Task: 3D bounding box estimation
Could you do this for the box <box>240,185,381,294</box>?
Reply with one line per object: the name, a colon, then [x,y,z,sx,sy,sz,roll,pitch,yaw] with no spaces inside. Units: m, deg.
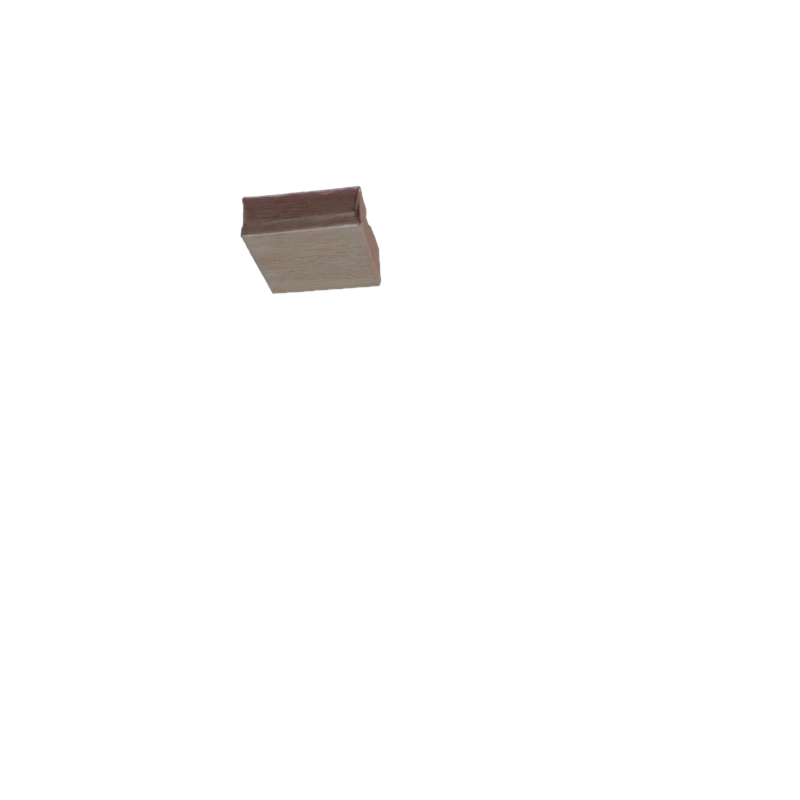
box: [-0.054,-0.099,0.693,0.074,0.032,0.084,-4,-22,8]
